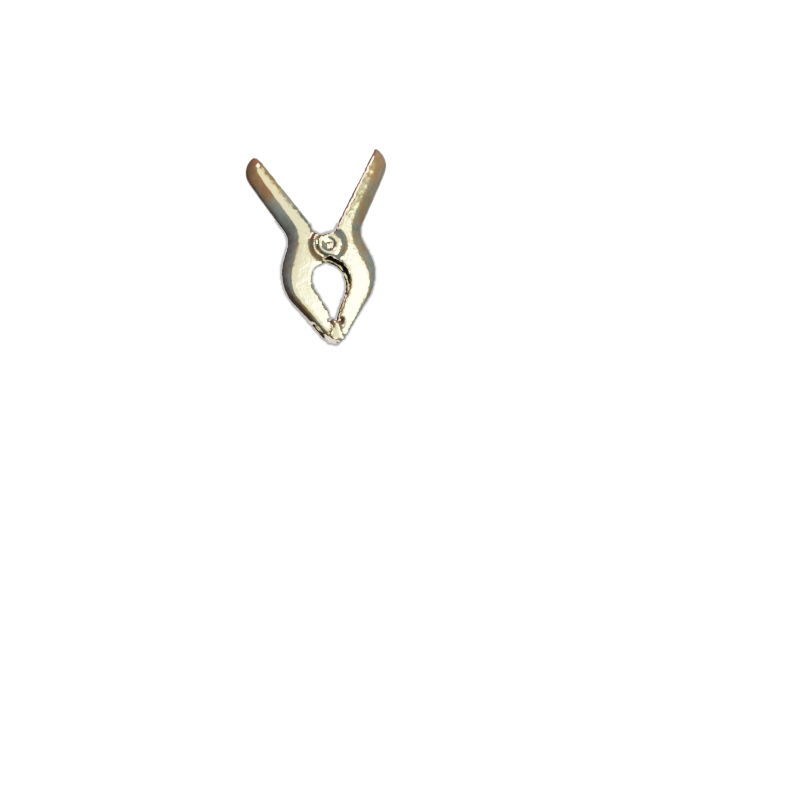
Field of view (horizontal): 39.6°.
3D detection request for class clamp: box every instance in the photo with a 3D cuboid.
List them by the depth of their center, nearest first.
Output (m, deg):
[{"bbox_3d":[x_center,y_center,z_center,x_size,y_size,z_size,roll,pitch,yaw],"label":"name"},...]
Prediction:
[{"bbox_3d":[-0.073,-0.134,0.937,0.120,0.178,0.038,1,-16,0],"label":"clamp"}]
